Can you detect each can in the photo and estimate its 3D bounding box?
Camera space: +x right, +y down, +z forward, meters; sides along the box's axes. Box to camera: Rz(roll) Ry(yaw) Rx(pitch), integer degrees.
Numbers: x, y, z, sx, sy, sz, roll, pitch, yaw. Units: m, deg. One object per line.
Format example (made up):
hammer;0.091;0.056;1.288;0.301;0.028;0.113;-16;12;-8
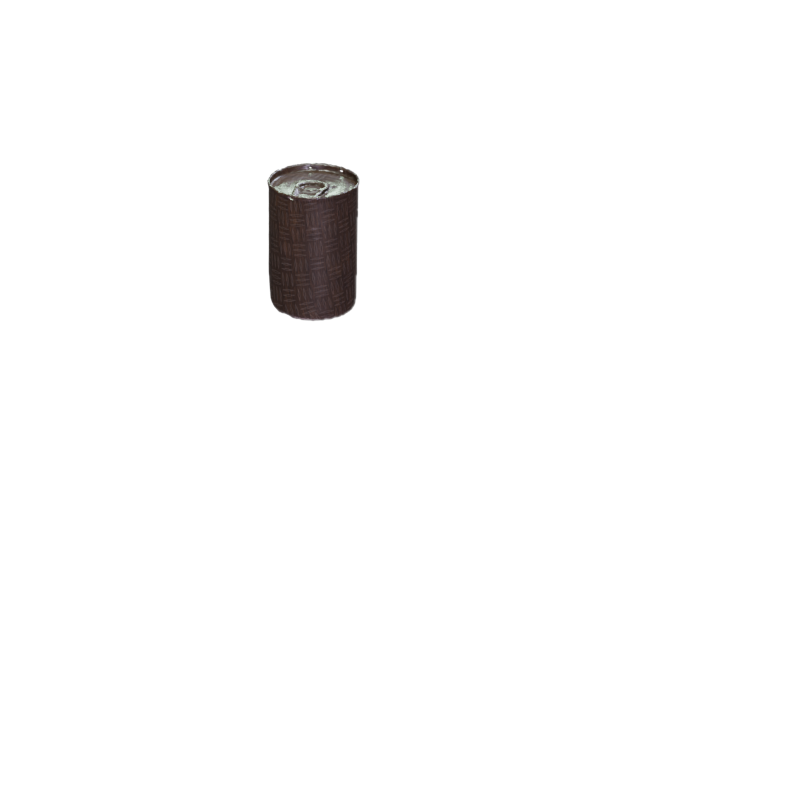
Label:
can;-0.066;-0.120;0.838;0.068;0.097;0.073;0;28;-2
